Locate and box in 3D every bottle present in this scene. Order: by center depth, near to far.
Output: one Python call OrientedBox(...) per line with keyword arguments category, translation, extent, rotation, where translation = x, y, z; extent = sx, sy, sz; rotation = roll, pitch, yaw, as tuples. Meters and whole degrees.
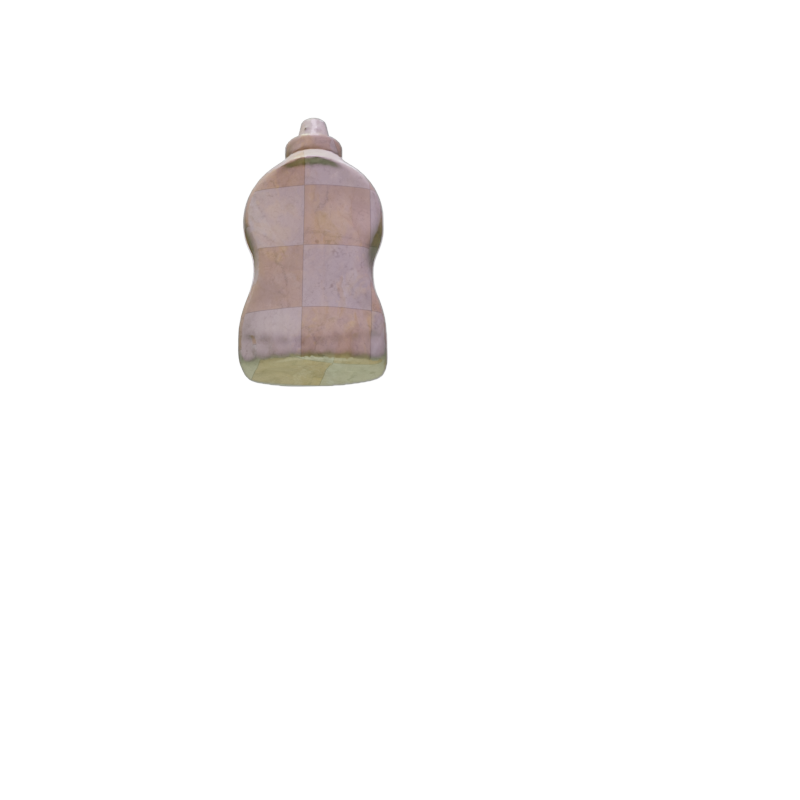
OrientedBox(category="bottle", translation=(-0.059, -0.107, 0.754), extent=(0.096, 0.203, 0.055), rotation=(-3, -25, 4))
